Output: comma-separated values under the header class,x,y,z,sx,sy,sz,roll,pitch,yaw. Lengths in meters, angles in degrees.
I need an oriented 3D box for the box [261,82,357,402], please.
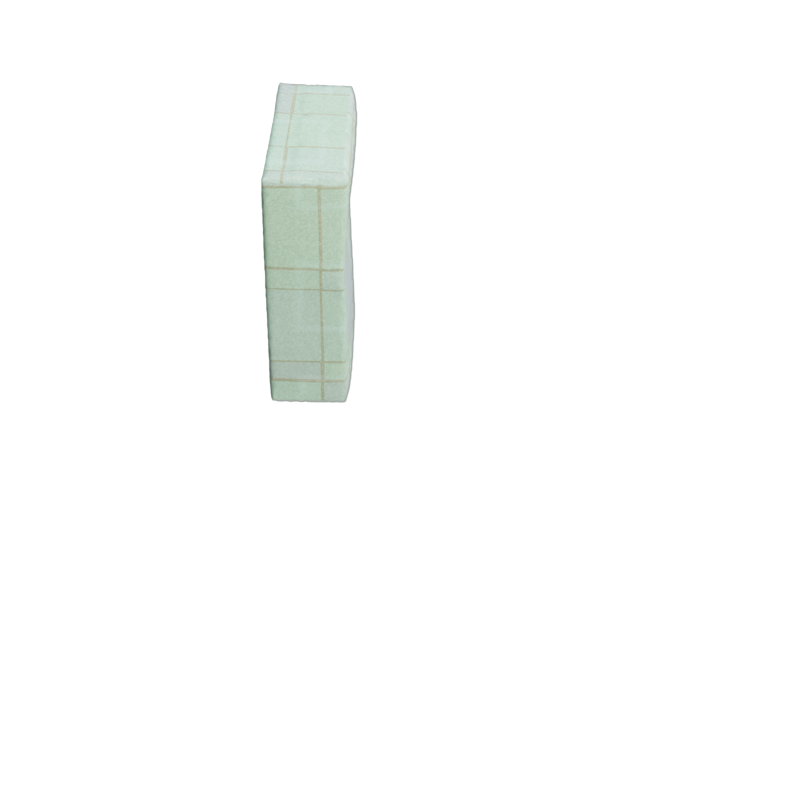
class,x,y,z,sx,sy,sz,roll,pitch,yaw
box,-0.072,-0.131,0.916,0.072,0.200,0.175,2,37,-2
